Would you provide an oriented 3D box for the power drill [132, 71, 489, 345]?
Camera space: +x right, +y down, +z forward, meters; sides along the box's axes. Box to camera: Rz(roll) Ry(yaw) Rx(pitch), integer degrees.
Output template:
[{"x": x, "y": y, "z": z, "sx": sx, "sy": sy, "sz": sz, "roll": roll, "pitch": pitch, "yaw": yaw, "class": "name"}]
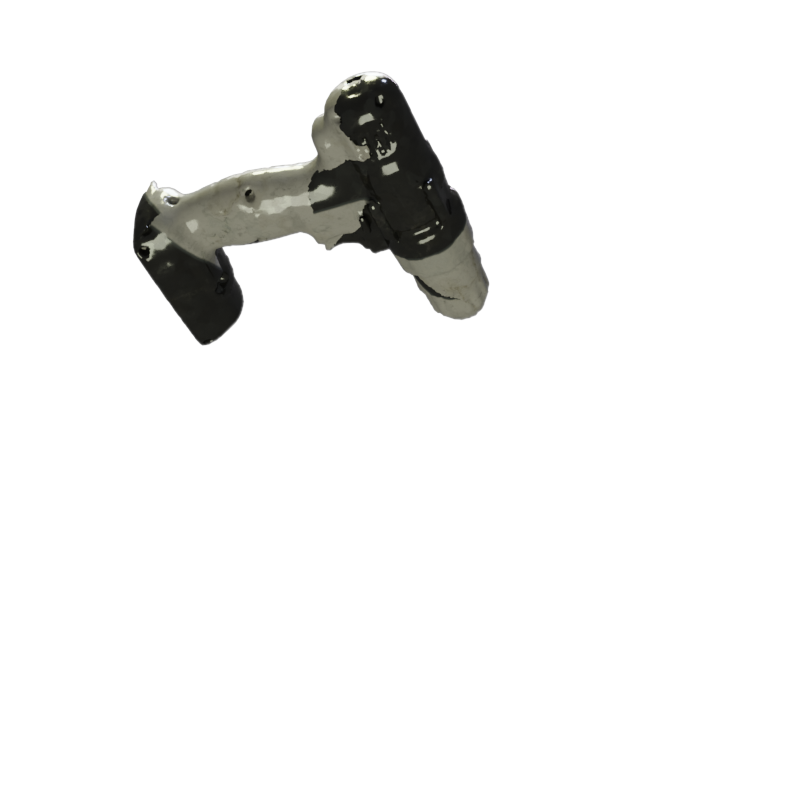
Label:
[{"x": -0.053, "y": -0.097, "z": 0.681, "sx": 0.189, "sy": 0.171, "sz": 0.061, "roll": -18, "pitch": 38, "yaw": 15, "class": "power drill"}]
